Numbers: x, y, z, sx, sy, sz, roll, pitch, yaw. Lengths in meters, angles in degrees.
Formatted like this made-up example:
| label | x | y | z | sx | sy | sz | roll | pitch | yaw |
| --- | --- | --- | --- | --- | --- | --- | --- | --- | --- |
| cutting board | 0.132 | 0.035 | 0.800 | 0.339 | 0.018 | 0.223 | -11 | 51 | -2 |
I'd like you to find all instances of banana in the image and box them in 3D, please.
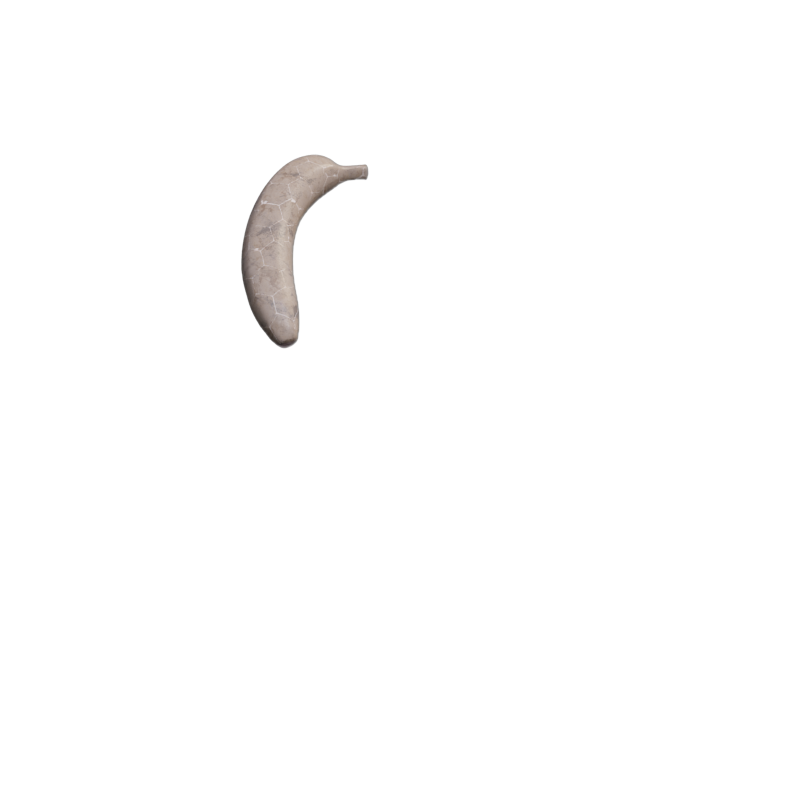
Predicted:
| label | x | y | z | sx | sy | sz | roll | pitch | yaw |
| --- | --- | --- | --- | --- | --- | --- | --- | --- | --- |
| banana | -0.080 | -0.123 | 0.818 | 0.071 | 0.208 | 0.034 | 11 | -40 | 9 |
